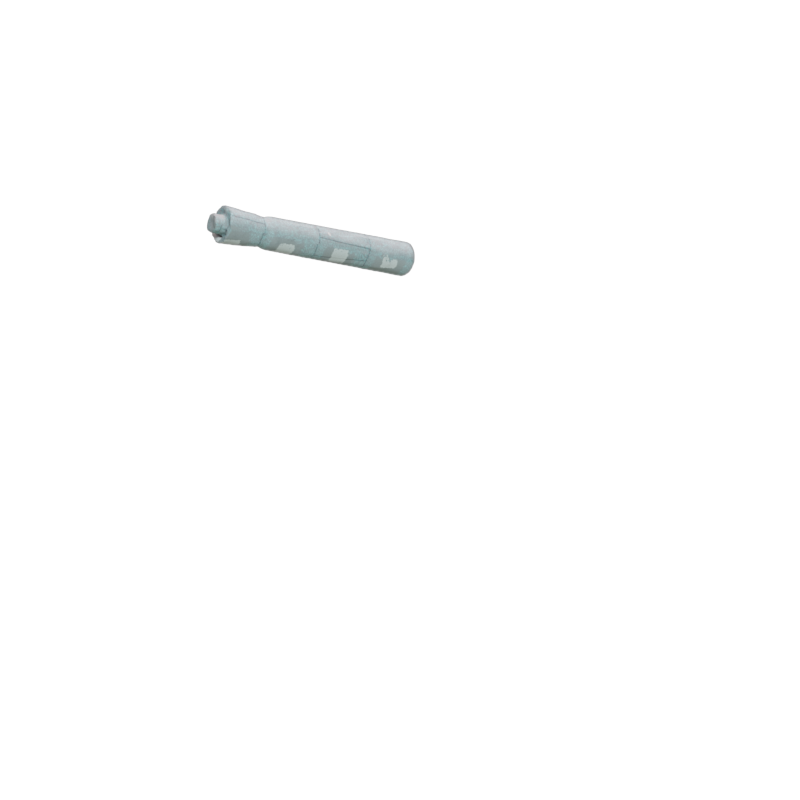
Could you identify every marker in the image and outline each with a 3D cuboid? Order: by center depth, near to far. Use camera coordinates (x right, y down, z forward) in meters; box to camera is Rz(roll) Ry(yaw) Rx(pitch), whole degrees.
[{"bbox_3d":[-0.044,-0.081,0.566,0.115,0.020,0.021,6,0,-36],"label":"marker"}]
